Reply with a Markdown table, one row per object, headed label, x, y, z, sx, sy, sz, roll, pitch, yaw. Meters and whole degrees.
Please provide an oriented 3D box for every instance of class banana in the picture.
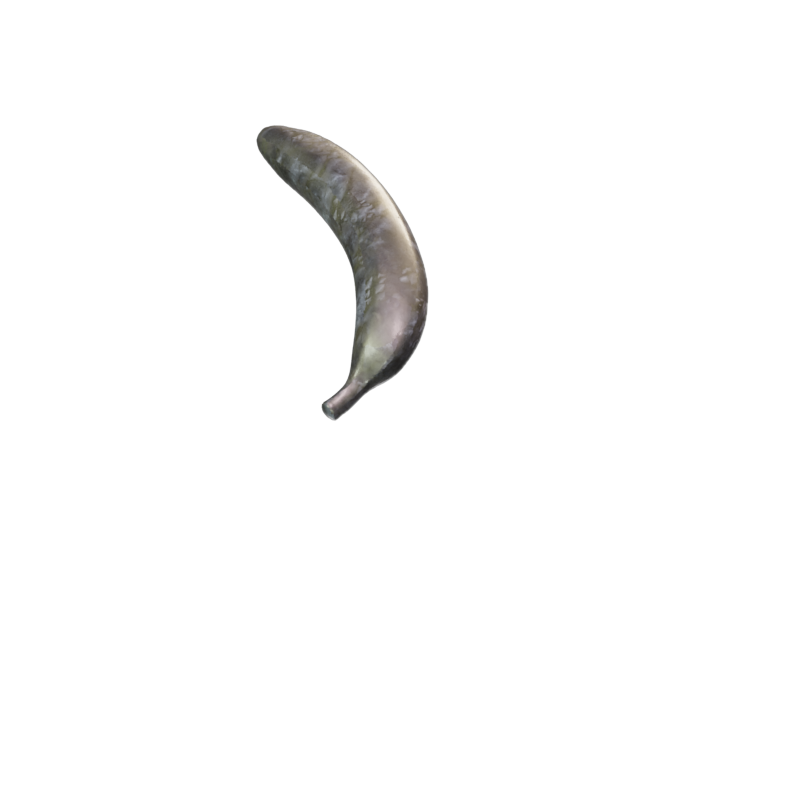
| label | x | y | z | sx | sy | sz | roll | pitch | yaw |
| --- | --- | --- | --- | --- | --- | --- | --- | --- | --- |
| banana | -0.027 | -0.084 | 0.592 | 0.069 | 0.214 | 0.034 | -10 | -37 | -9 |
